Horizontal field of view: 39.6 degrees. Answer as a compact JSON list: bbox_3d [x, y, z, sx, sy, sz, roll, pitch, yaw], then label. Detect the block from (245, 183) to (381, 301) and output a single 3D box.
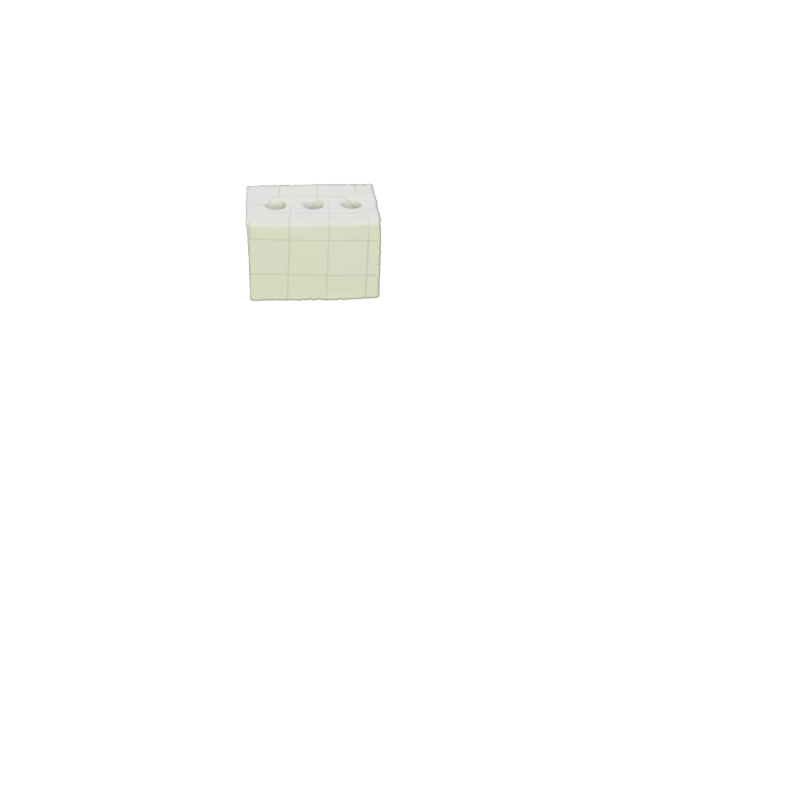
[{"bbox_3d":[-0.051,-0.093,0.650,0.078,0.048,0.056,-2,31,-4],"label":"block"}]
